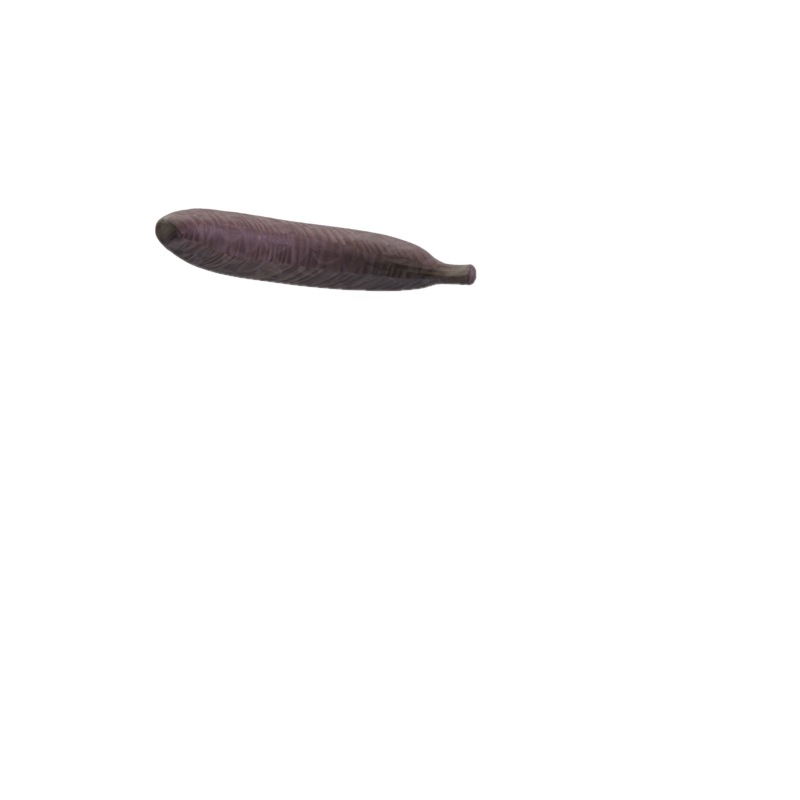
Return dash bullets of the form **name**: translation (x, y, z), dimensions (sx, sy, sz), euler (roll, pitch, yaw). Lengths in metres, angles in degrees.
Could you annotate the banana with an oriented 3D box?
- **banana**: translation (-0.055, -0.087, 0.642), dimensions (0.191, 0.038, 0.070), euler (3, -8, -27)
